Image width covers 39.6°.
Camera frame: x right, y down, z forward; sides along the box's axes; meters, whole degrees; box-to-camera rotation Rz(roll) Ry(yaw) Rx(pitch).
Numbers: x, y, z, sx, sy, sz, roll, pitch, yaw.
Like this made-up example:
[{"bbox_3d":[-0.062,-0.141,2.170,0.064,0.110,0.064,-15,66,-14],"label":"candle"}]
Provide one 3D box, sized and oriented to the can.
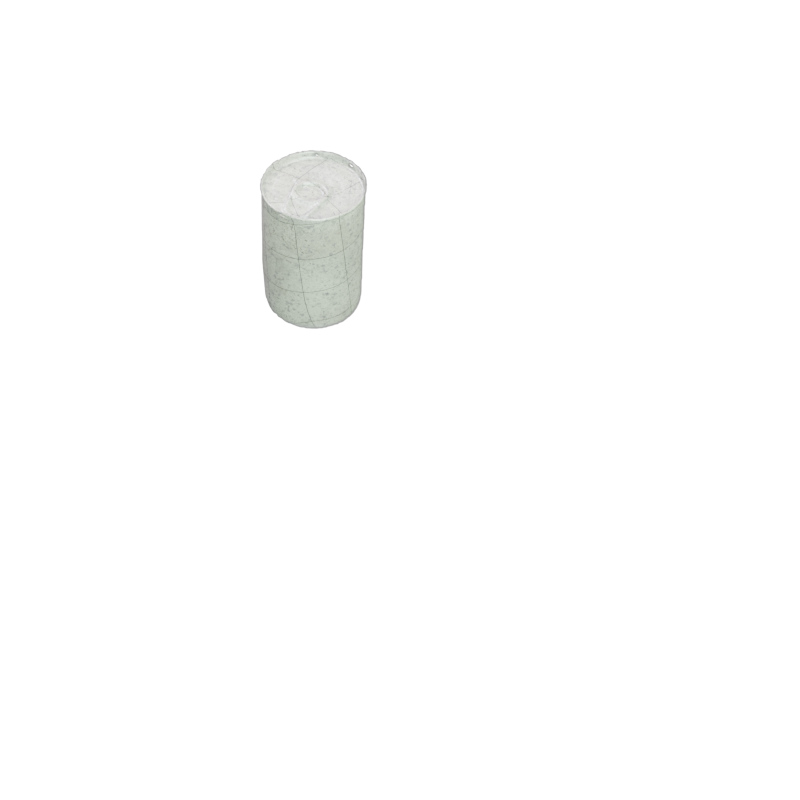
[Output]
[{"bbox_3d":[-0.058,-0.105,0.737,0.068,0.074,0.095,0,-43,-3],"label":"can"}]
